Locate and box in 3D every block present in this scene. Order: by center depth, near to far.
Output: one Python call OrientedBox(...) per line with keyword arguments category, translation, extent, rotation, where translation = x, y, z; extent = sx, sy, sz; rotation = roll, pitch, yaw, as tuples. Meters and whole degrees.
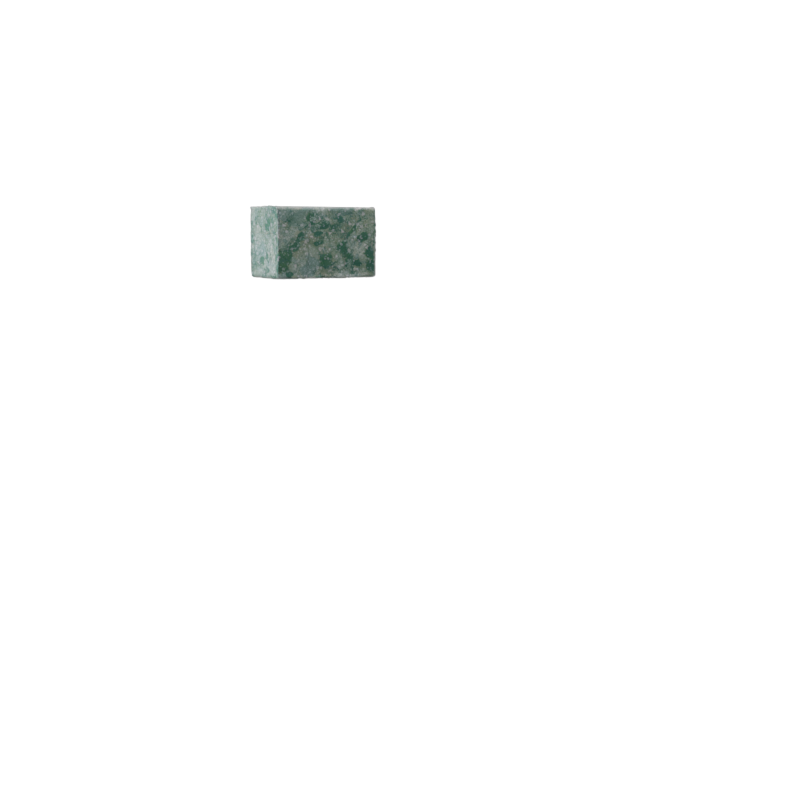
OrientedBox(category="block", translation=(-0.062, -0.113, 0.792), extent=(0.076, 0.051, 0.055), rotation=(-3, 6, -27))
